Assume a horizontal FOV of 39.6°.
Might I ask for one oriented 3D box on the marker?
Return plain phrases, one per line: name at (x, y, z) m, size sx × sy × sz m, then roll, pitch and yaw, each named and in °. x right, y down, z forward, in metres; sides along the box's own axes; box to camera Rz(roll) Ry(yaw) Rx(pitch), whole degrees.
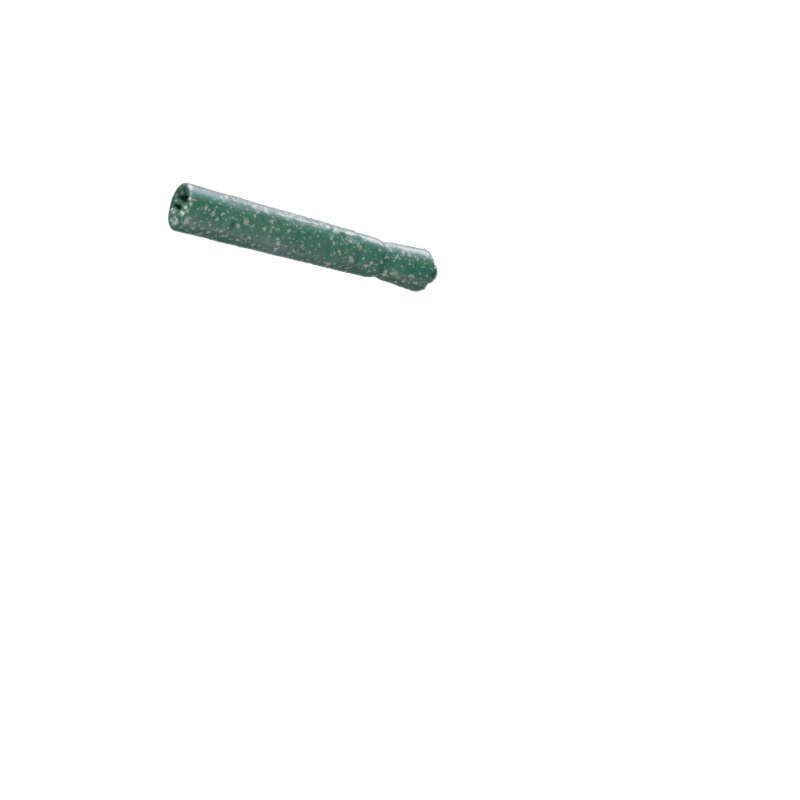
marker at (-0.035, -0.064, 0.446) m, size 0.115 × 0.020 × 0.020 m, roll 11°, pitch -2°, yaw -31°
